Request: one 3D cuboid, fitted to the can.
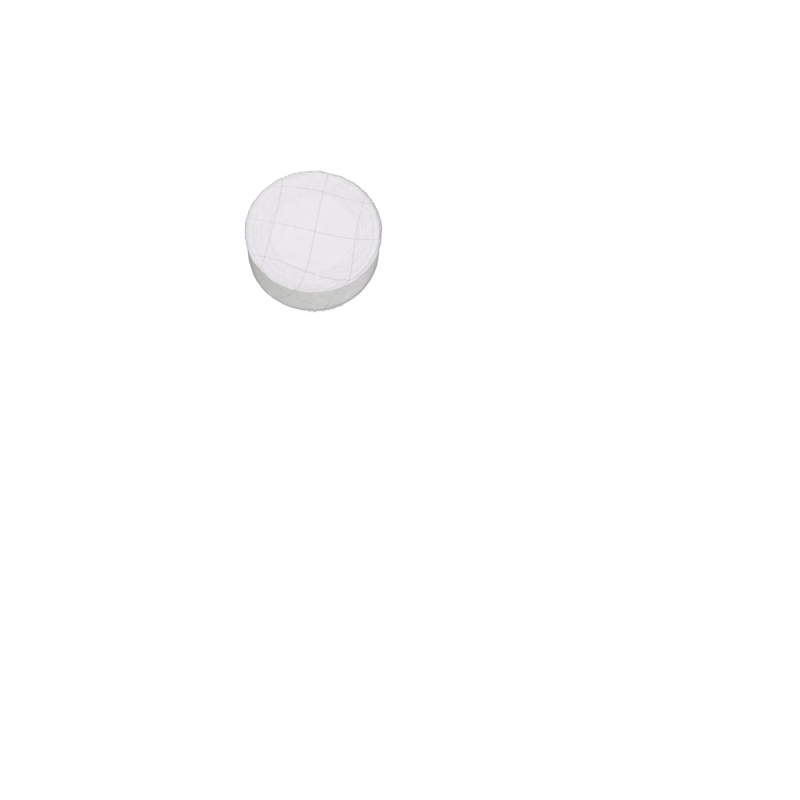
[{"bbox_3d":[-0.055,-0.101,0.704,0.086,0.091,0.032,-1,-26,-1],"label":"can"}]
